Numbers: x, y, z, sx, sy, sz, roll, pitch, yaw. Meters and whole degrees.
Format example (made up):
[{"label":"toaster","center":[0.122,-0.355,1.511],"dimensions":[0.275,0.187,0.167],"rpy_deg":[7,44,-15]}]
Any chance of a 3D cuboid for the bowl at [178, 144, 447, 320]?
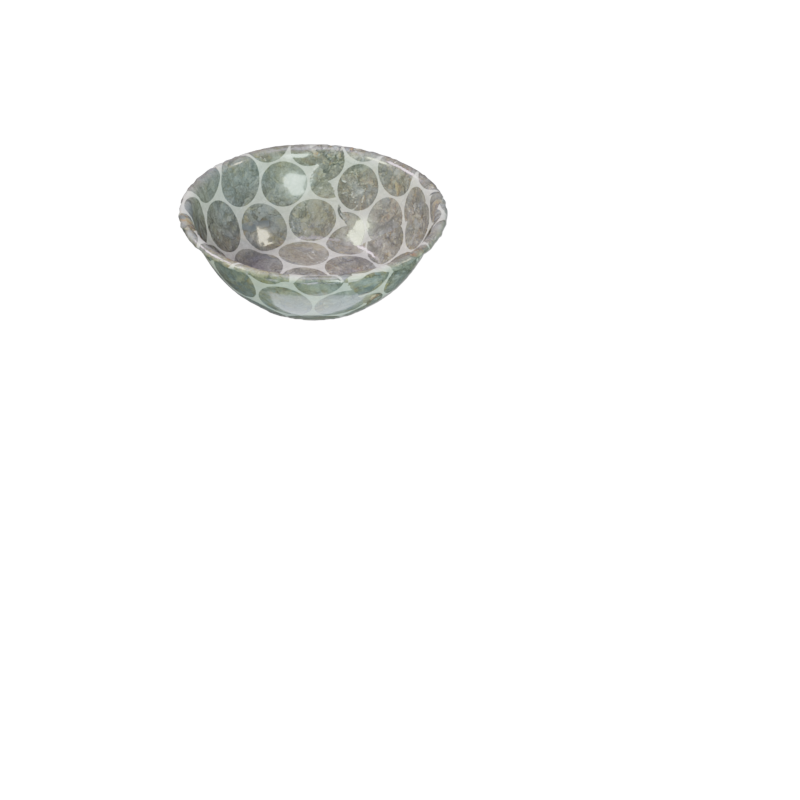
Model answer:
[{"label":"bowl","center":[-0.053,-0.097,0.682],"dimensions":[0.162,0.051,0.173],"rpy_deg":[-1,38,-2]}]
